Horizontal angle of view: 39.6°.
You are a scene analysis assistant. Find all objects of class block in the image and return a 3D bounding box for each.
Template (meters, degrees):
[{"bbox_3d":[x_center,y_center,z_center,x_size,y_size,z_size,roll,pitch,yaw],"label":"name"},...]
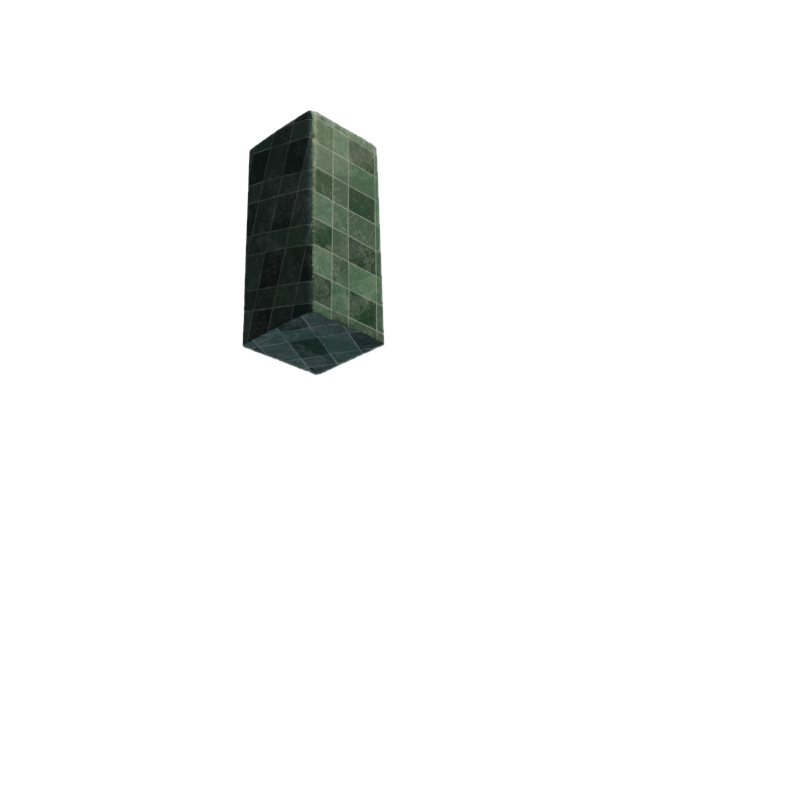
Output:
[{"bbox_3d":[-0.078,-0.142,0.996,0.090,0.219,0.085,-27,-37,37],"label":"block"}]
